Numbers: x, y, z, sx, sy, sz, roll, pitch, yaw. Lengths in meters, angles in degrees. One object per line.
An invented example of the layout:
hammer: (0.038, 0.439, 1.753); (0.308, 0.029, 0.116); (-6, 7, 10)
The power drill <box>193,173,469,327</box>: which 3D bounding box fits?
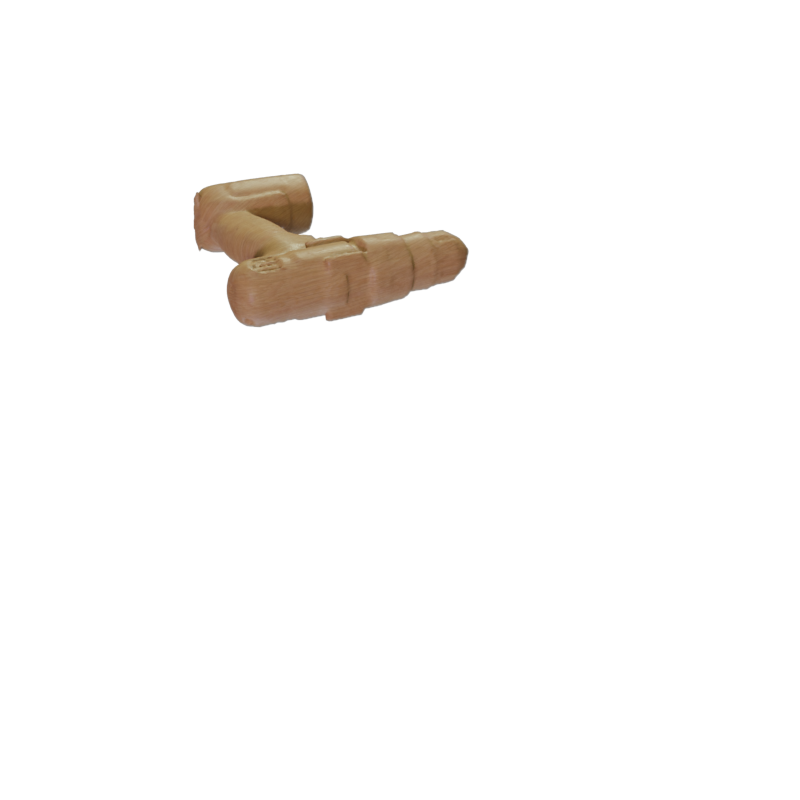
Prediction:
power drill: (-0.066, -0.121, 0.848); (0.181, 0.054, 0.201); (-12, 29, -24)
